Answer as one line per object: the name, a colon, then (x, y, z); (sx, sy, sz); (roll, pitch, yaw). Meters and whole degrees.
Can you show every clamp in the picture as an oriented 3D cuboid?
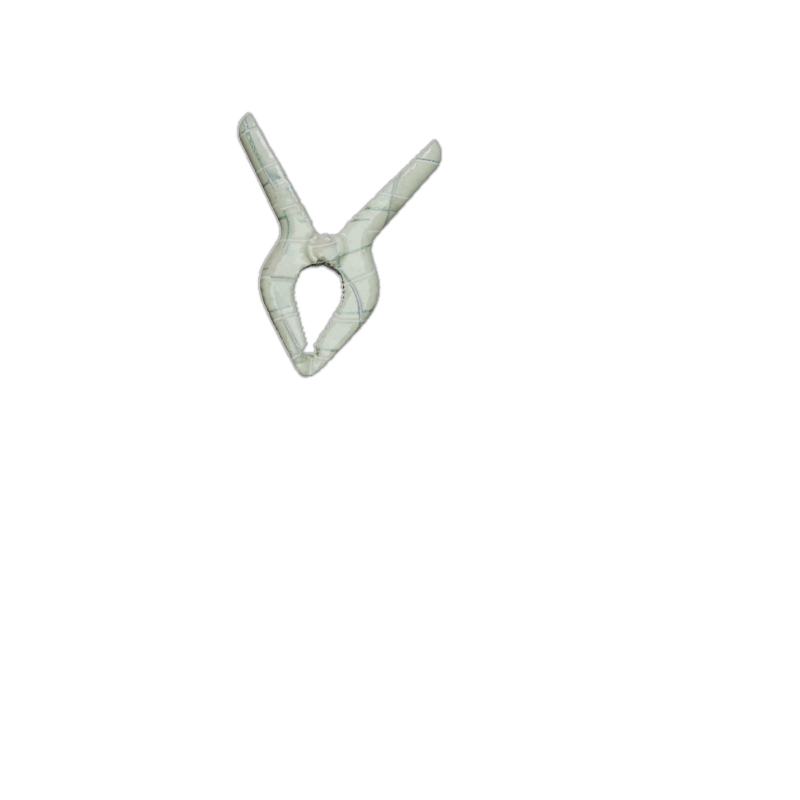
clamp: (-0.069, -0.126, 0.883); (0.165, 0.213, 0.036); (14, -8, 2)
